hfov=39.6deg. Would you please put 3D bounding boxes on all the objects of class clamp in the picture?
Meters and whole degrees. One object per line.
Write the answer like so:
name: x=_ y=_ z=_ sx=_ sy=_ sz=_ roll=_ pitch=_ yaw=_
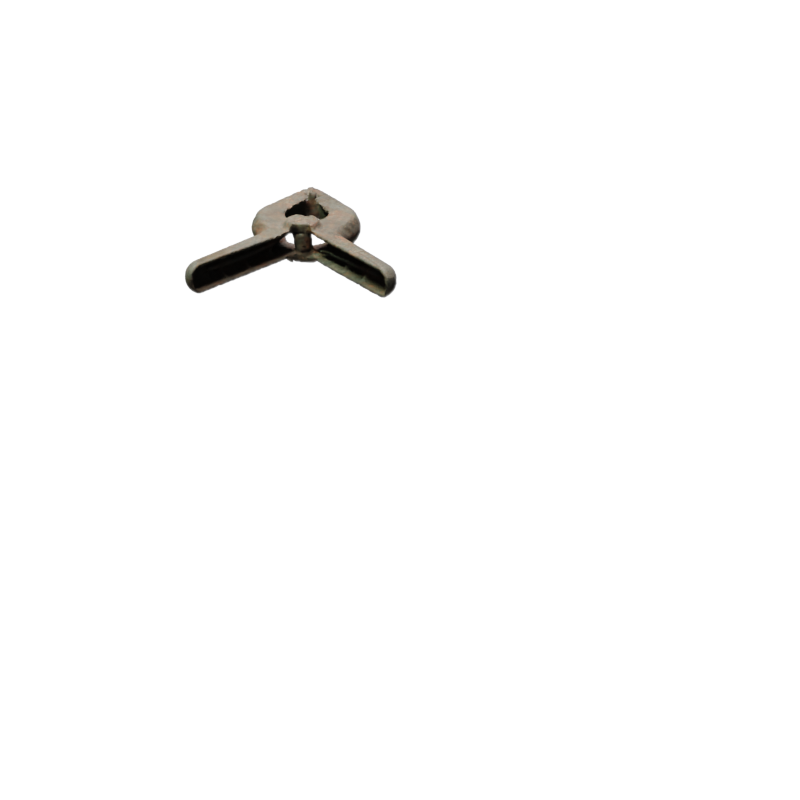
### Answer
clamp: x=-0.073 y=-0.134 z=0.938 sx=0.167 sy=0.034 sz=0.218 roll=5 pitch=28 yaw=9
